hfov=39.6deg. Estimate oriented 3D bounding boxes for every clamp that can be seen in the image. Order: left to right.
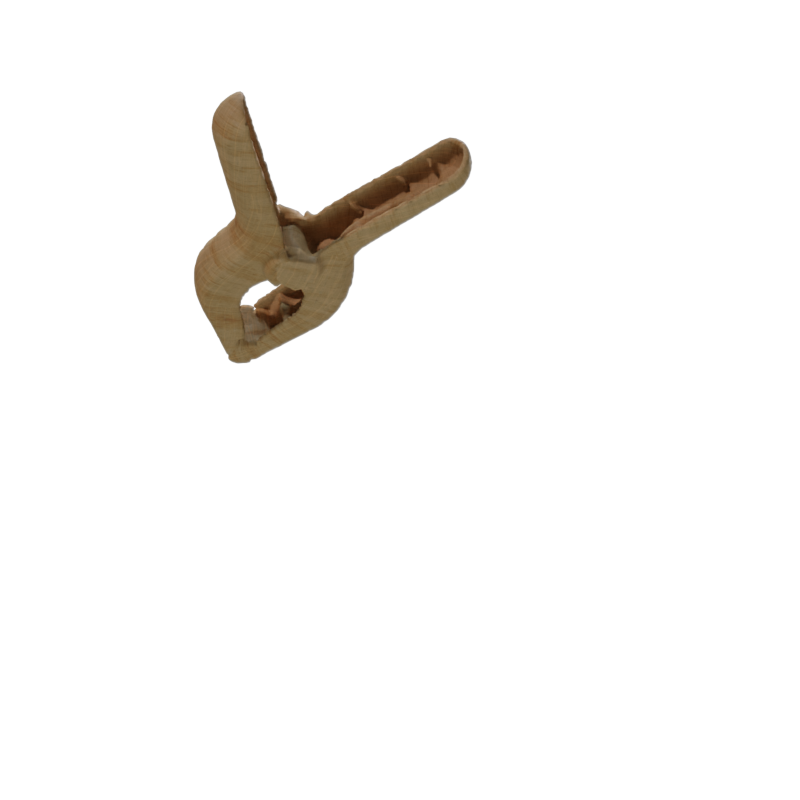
[{"bbox_3d":[-0.042,-0.076,0.534,0.118,0.042,0.163,9,-35,-13],"label":"clamp"}]
